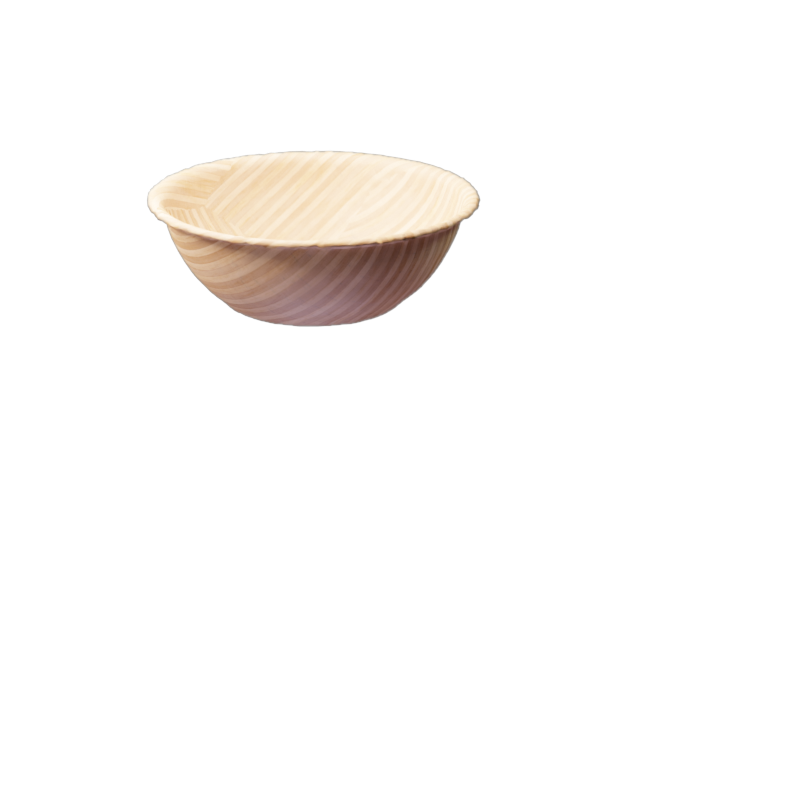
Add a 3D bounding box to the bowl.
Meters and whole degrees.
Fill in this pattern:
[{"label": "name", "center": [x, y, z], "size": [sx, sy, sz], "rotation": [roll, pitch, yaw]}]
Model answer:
[{"label": "bowl", "center": [-0.043, -0.079, 0.550], "size": [0.162, 0.052, 0.170], "rotation": [-1, 25, -2]}]
